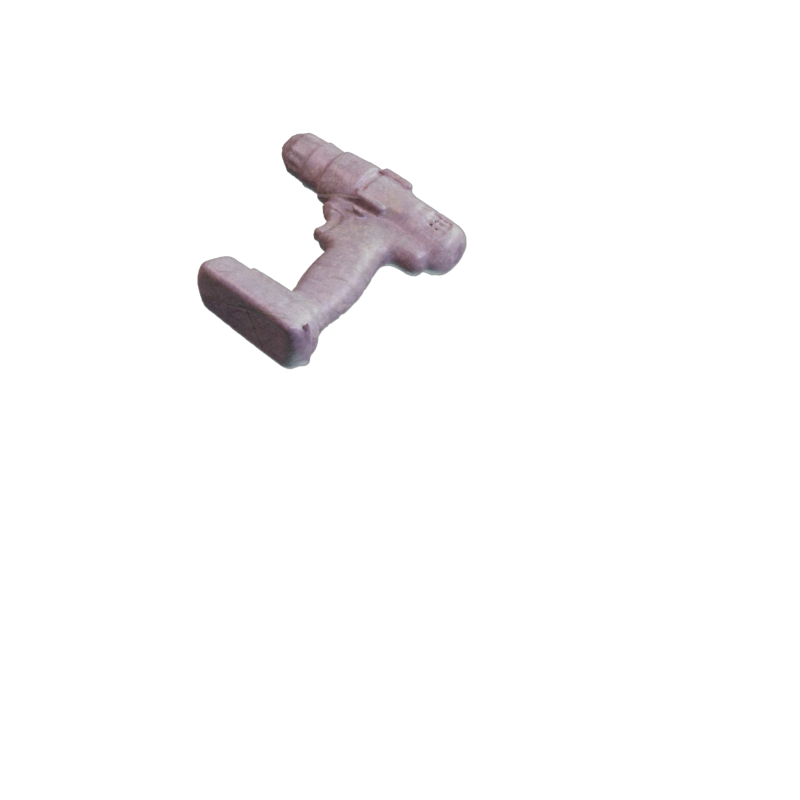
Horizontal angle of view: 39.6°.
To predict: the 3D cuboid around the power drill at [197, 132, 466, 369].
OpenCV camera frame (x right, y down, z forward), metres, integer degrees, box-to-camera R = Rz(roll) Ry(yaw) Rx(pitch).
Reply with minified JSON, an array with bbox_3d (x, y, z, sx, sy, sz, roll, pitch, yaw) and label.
[{"bbox_3d":[-0.069,-0.125,0.877,0.195,0.053,0.190,35,59,24],"label":"power drill"}]
